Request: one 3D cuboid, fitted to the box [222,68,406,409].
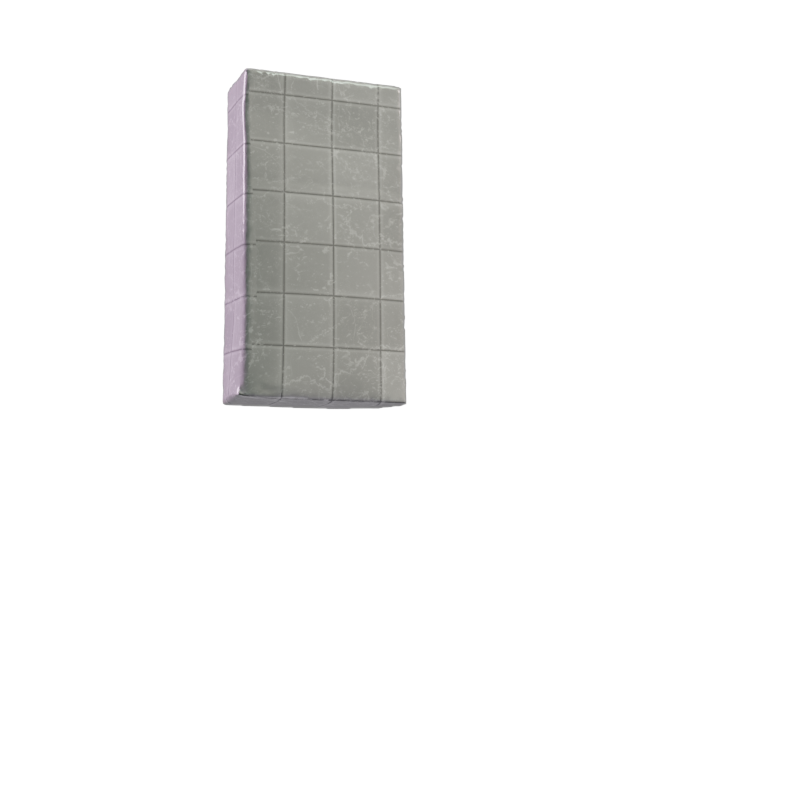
[{"bbox_3d":[-0.047,-0.086,0.600,0.091,0.182,0.048,4,-14,-20],"label":"box"}]
